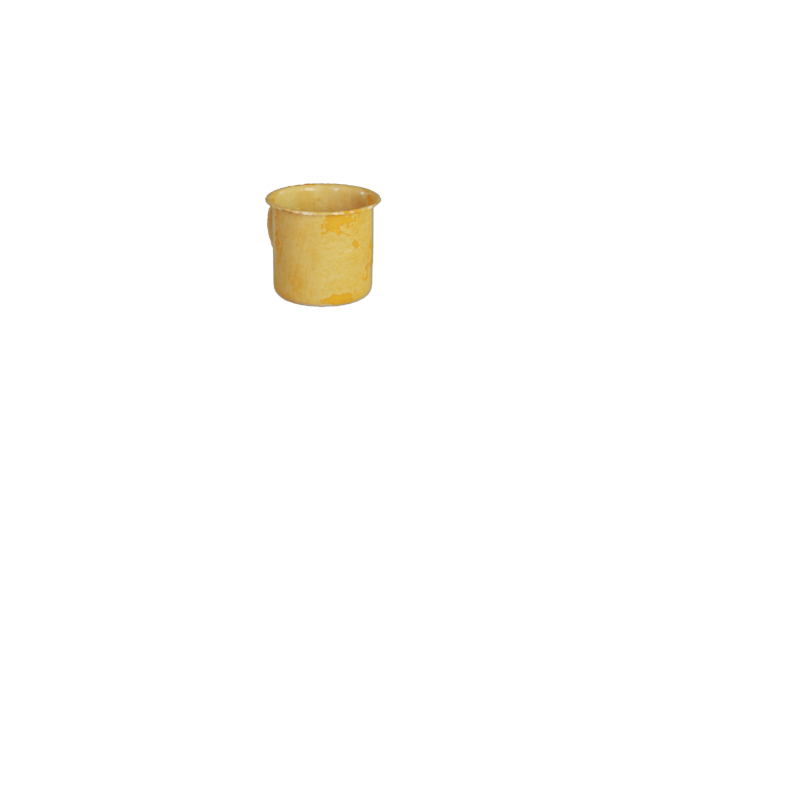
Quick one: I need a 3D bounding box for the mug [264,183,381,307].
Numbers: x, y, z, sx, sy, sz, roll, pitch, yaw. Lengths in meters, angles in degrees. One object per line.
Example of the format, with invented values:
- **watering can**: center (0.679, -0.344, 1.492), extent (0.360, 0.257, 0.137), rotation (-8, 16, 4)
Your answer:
- **mug**: center (-0.071, -0.130, 0.910), extent (0.092, 0.078, 0.125), rotation (-18, 29, -39)
